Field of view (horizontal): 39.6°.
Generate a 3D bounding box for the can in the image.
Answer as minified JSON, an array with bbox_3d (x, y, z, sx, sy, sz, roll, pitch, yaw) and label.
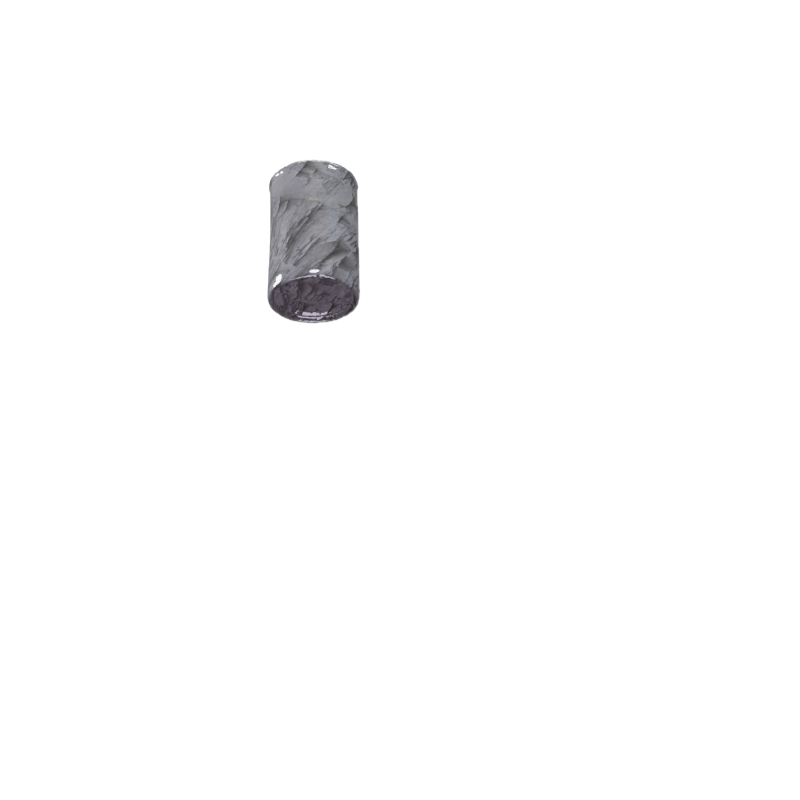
[{"bbox_3d":[-0.064,-0.117,0.817,0.068,0.109,0.064,-1,-31,-2],"label":"can"}]
